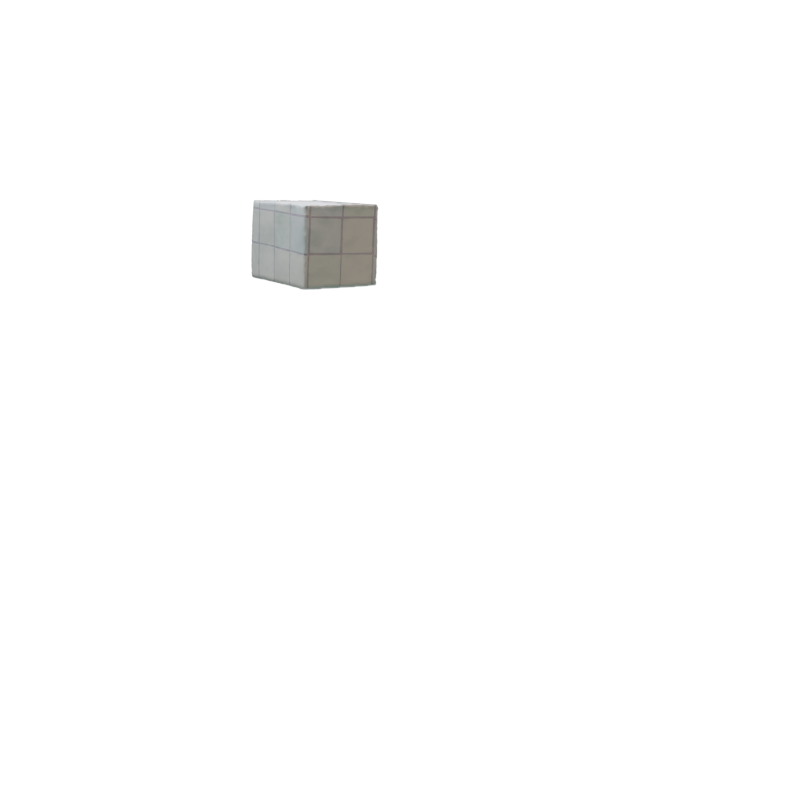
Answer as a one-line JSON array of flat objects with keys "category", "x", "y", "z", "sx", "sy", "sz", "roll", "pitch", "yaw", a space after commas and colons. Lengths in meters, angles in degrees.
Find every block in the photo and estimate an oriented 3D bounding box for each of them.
[{"category": "block", "x": -0.055, "y": -0.100, "z": 0.702, "sx": 0.051, "sy": 0.050, "sz": 0.082, "roll": -5, "pitch": 11, "yaw": -30}]
